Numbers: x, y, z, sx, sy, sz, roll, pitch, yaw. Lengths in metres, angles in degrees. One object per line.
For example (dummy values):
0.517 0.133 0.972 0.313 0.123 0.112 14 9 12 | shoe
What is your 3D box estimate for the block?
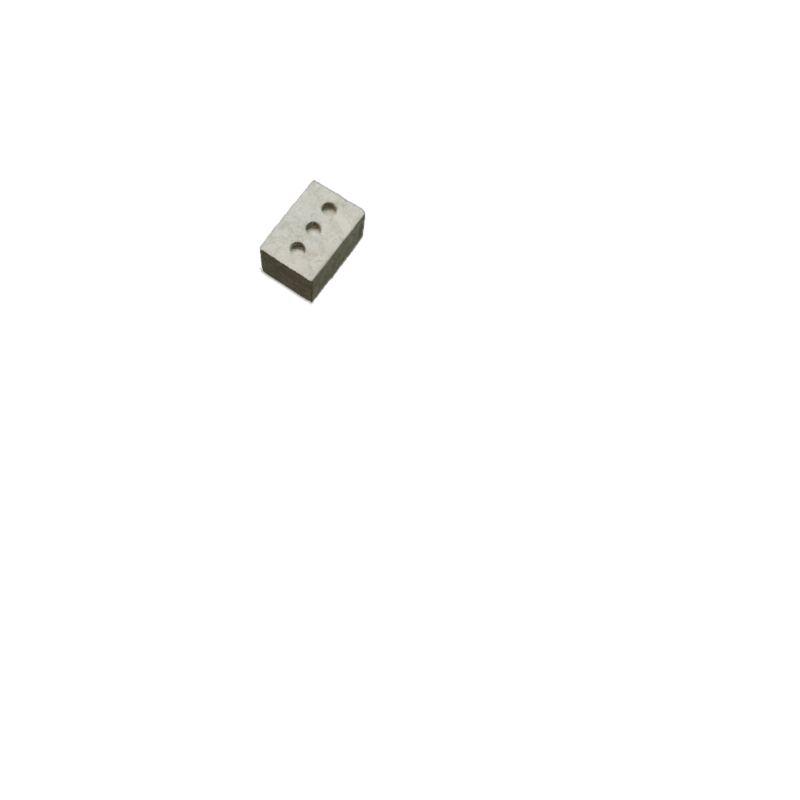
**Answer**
-0.071 -0.129 0.905 0.054 0.080 0.049 32 -20 10 | block
